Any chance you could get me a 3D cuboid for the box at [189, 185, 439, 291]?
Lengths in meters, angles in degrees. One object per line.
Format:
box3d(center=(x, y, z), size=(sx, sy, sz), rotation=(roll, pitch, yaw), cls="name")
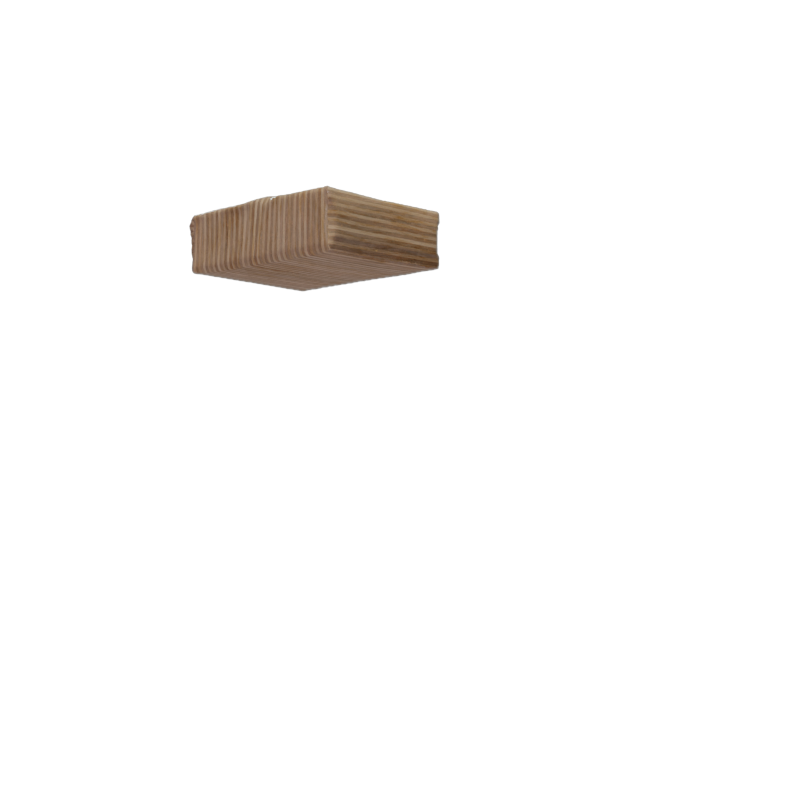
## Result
box3d(center=(-0.039, -0.071, 0.498), size=(0.092, 0.031, 0.070), rotation=(-3, -5, 42), cls="box")
